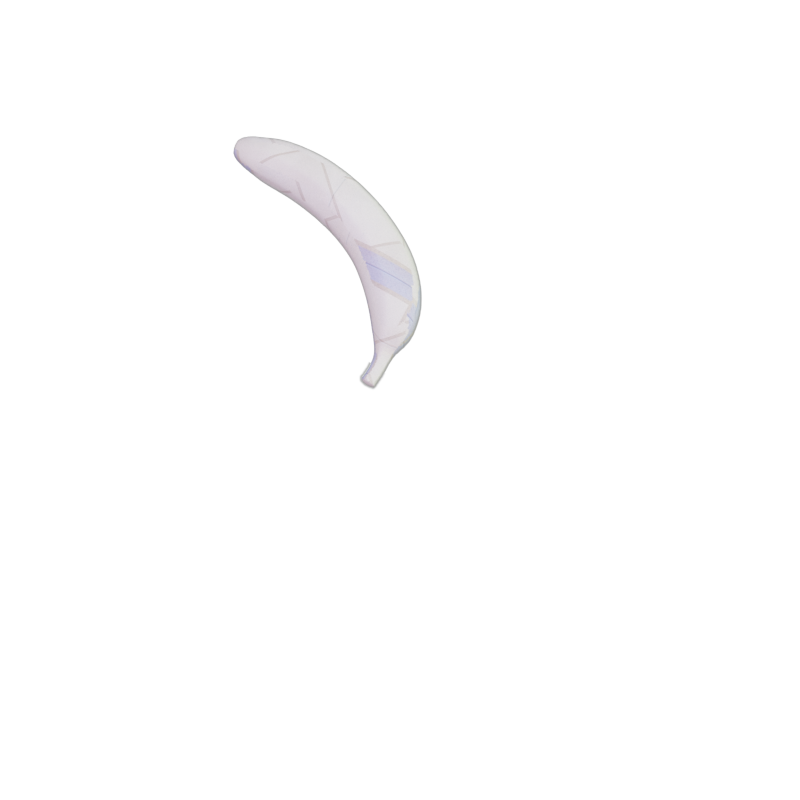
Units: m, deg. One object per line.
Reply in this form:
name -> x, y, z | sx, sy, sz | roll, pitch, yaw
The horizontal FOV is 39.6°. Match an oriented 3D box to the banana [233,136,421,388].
banana -> -0.039, -0.108, 0.727 | 0.069, 0.210, 0.035 | -25, -23, -12
